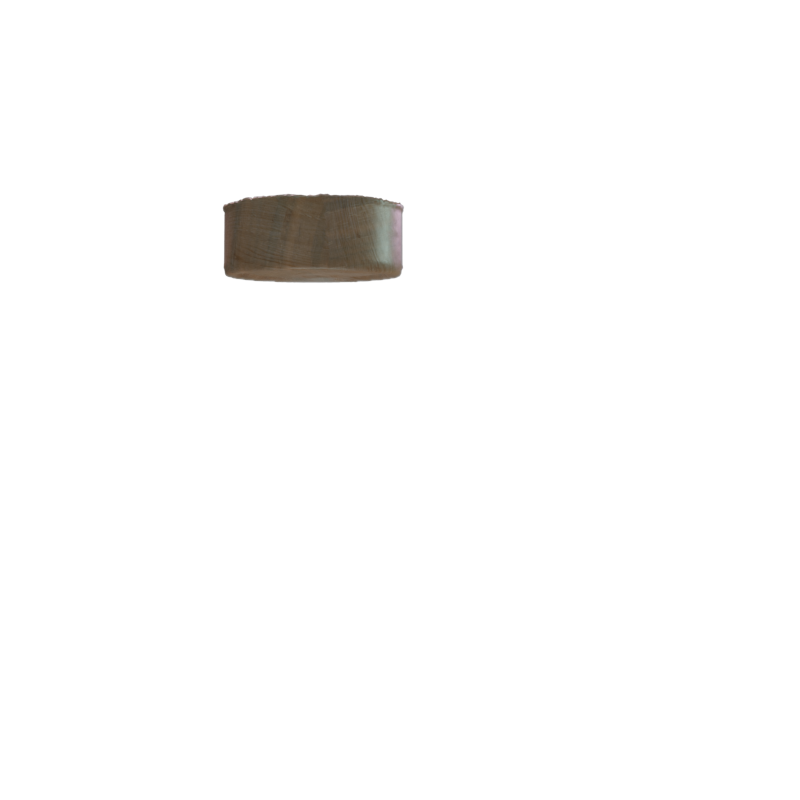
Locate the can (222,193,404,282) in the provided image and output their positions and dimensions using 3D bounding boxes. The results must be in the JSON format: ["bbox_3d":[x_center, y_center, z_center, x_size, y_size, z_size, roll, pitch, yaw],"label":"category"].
[{"bbox_3d":[-0.041,-0.075,0.524,0.086,0.034,0.086,0,1,-2],"label":"can"}]
